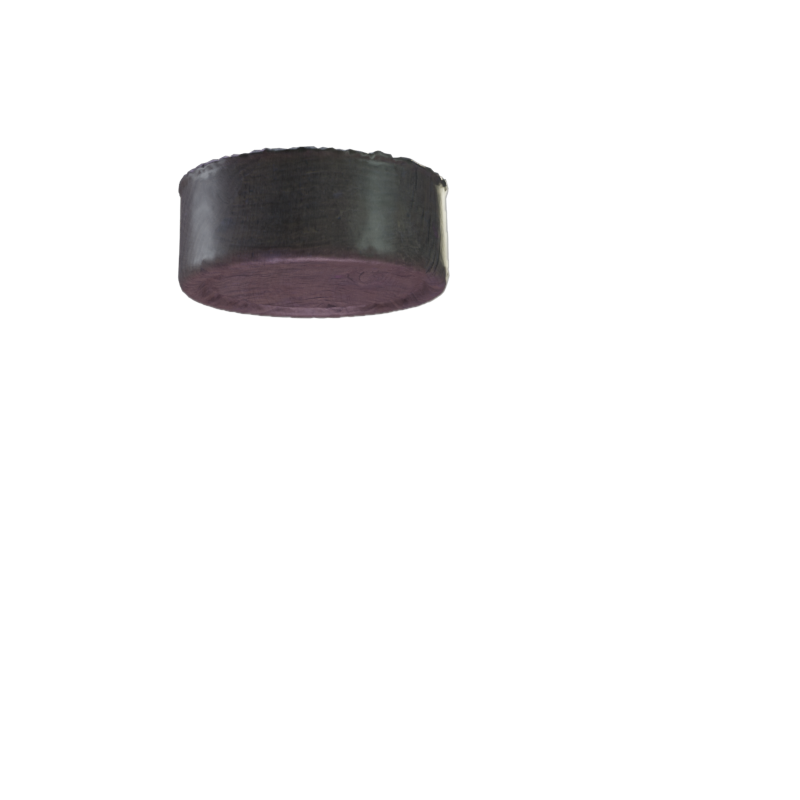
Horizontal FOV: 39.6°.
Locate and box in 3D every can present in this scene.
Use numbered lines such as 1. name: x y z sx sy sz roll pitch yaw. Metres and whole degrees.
1. can: -0.027 -0.050 0.349 0.086 0.035 0.084 0 -9 -2
